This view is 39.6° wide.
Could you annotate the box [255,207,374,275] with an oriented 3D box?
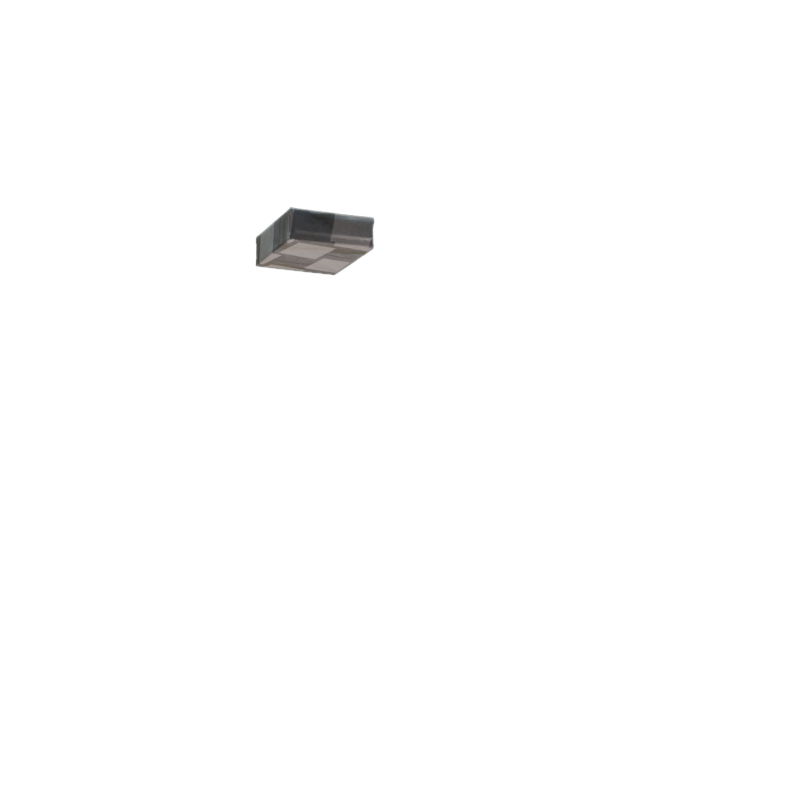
[{"bbox_3d":[-0.071,-0.130,0.910,0.071,0.031,0.089,4,-11,-23],"label":"box"}]
